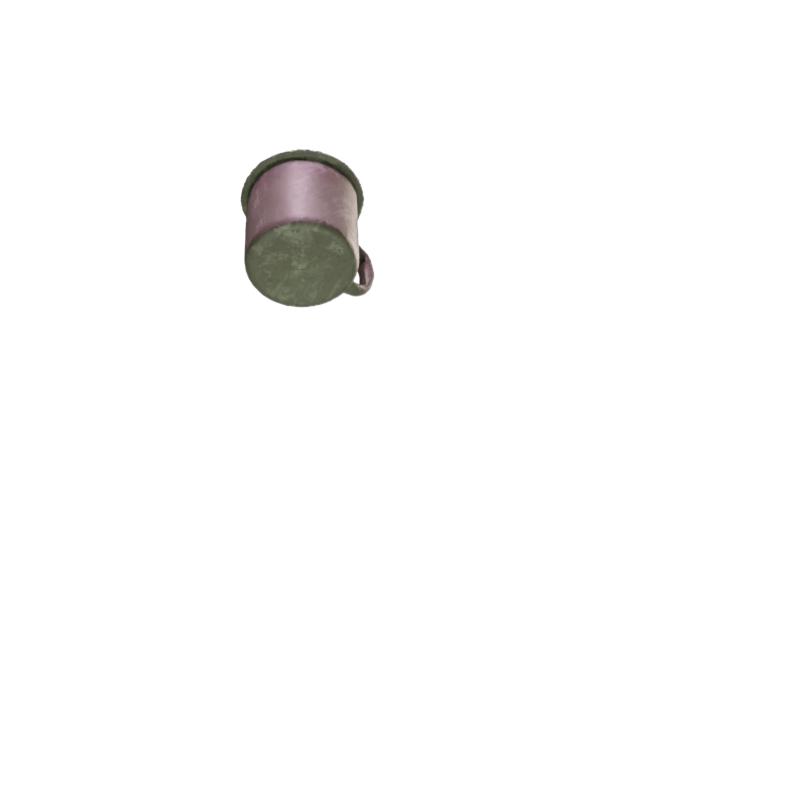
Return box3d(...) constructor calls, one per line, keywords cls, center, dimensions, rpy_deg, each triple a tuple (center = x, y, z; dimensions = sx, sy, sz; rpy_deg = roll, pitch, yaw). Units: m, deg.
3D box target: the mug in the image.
box3d(cls="mug", center=(-0.064, -0.116, 0.815), dimensions=(0.092, 0.087, 0.110), rpy_deg=(-35, -55, 26))
